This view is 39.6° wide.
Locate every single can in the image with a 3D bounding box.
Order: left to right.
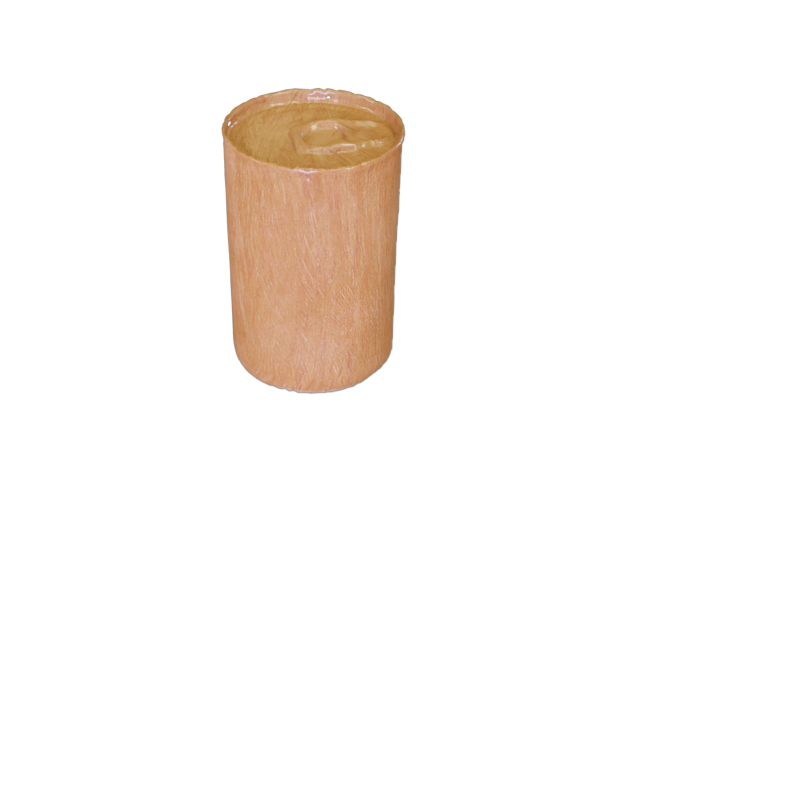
[{"bbox_3d":[-0.034,-0.062,0.436,0.068,0.096,0.073,0,36,-3],"label":"can"}]
